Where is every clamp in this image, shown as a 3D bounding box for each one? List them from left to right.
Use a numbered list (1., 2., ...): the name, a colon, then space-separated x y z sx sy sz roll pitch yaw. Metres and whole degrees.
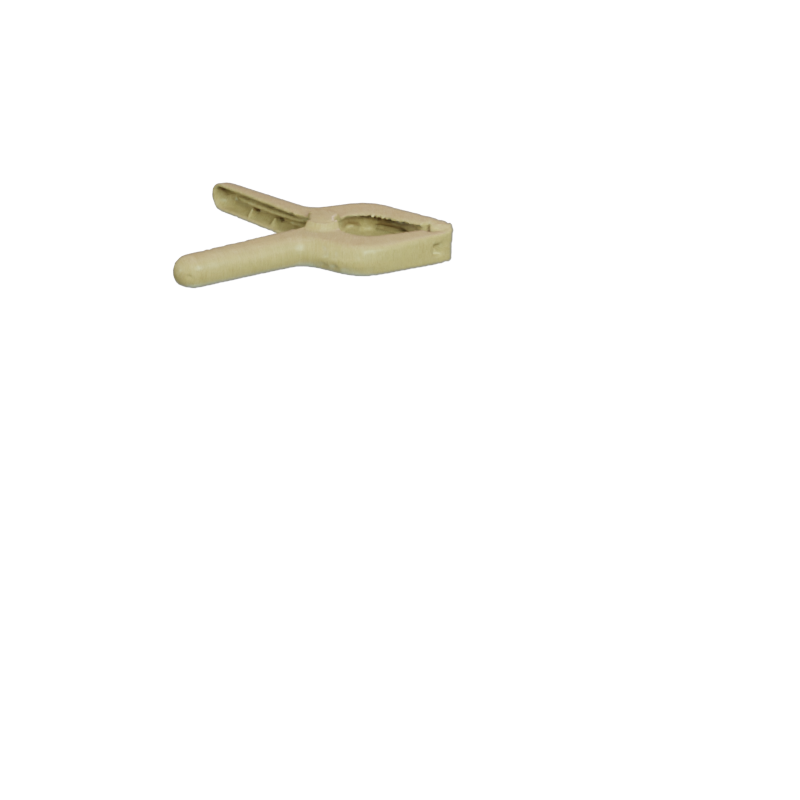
1. clamp: -0.067 -0.122 0.857 0.213 0.034 0.172 6 32 10
